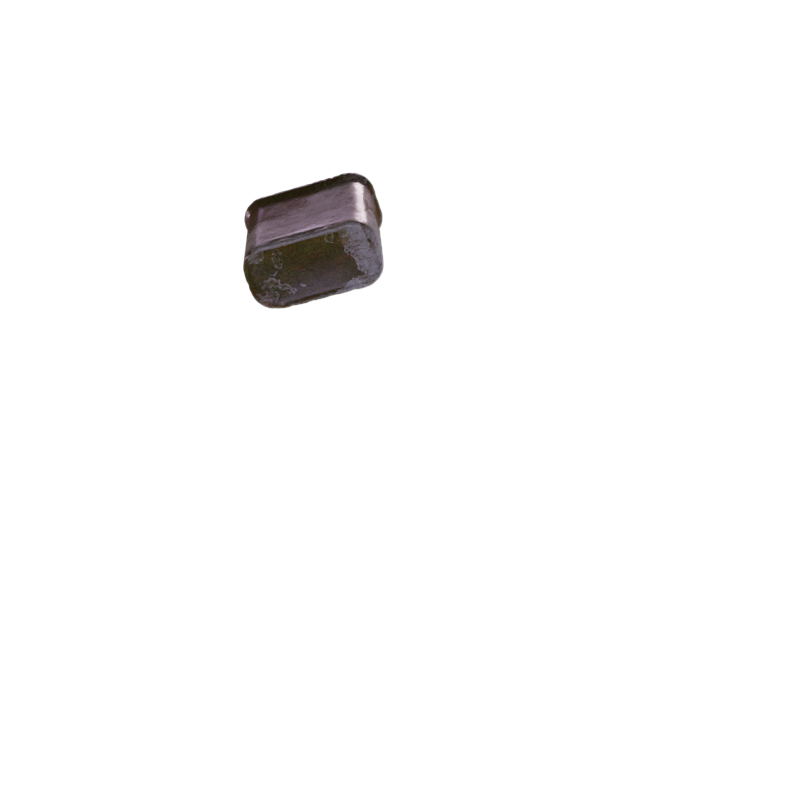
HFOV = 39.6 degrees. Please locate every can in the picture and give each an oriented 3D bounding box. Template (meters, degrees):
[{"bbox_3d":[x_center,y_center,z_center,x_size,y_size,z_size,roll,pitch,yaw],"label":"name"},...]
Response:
[{"bbox_3d":[-0.063,-0.115,0.803,0.102,0.054,0.089,-15,30,6],"label":"can"}]
